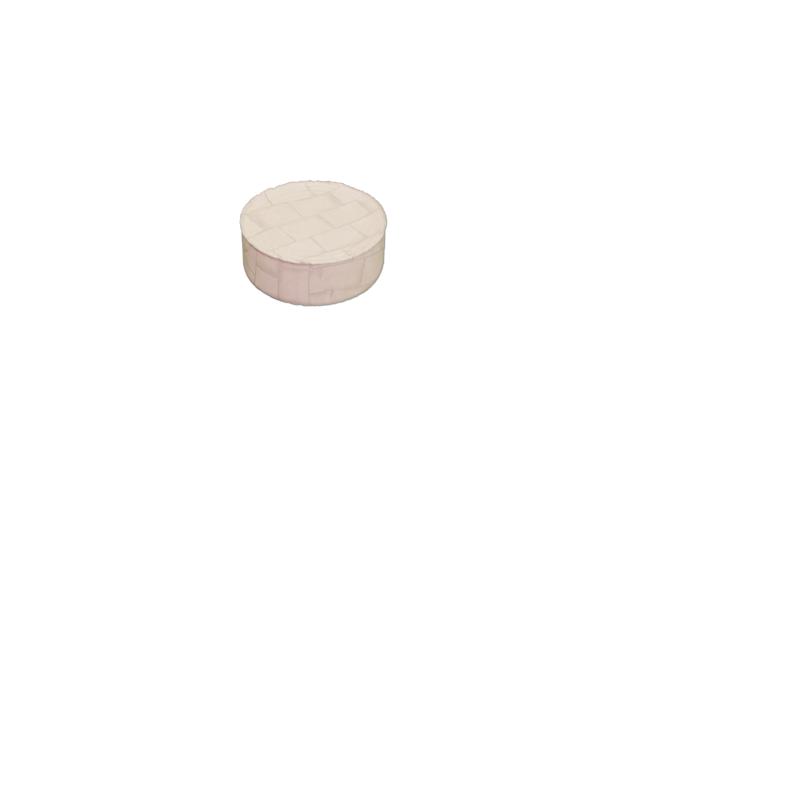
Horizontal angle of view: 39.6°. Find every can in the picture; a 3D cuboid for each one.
[{"bbox_3d":[-0.051,-0.093,0.653,0.086,0.031,0.092,-1,40,-2],"label":"can"}]
